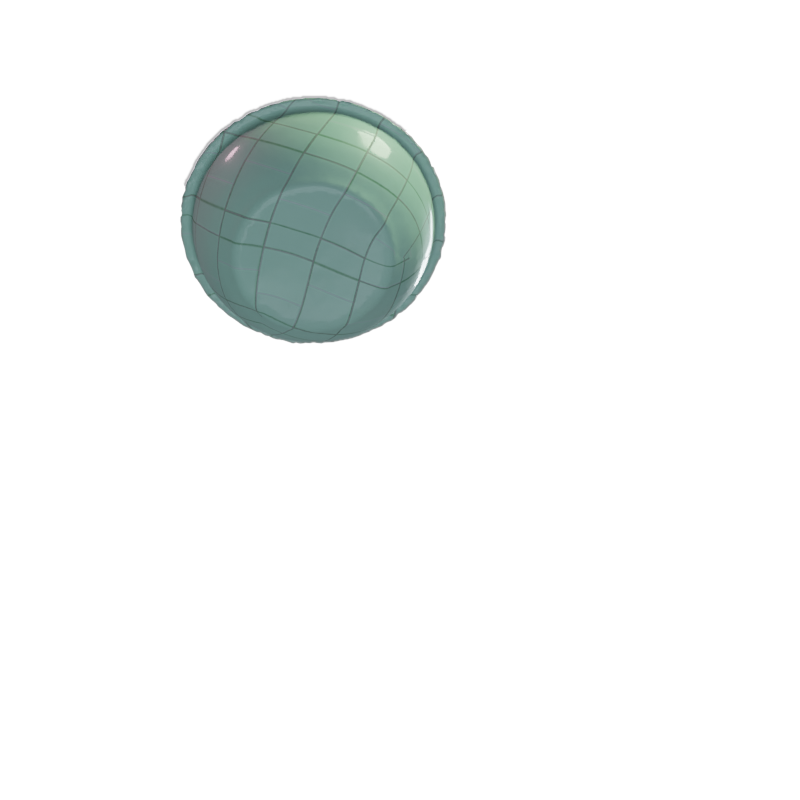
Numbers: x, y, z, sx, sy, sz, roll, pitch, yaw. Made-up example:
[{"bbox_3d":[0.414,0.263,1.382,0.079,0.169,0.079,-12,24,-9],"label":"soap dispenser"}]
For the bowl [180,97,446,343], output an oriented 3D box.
[{"bbox_3d":[-0.051,-0.093,0.651,0.162,0.154,0.058,1,25,-1],"label":"bowl"}]
